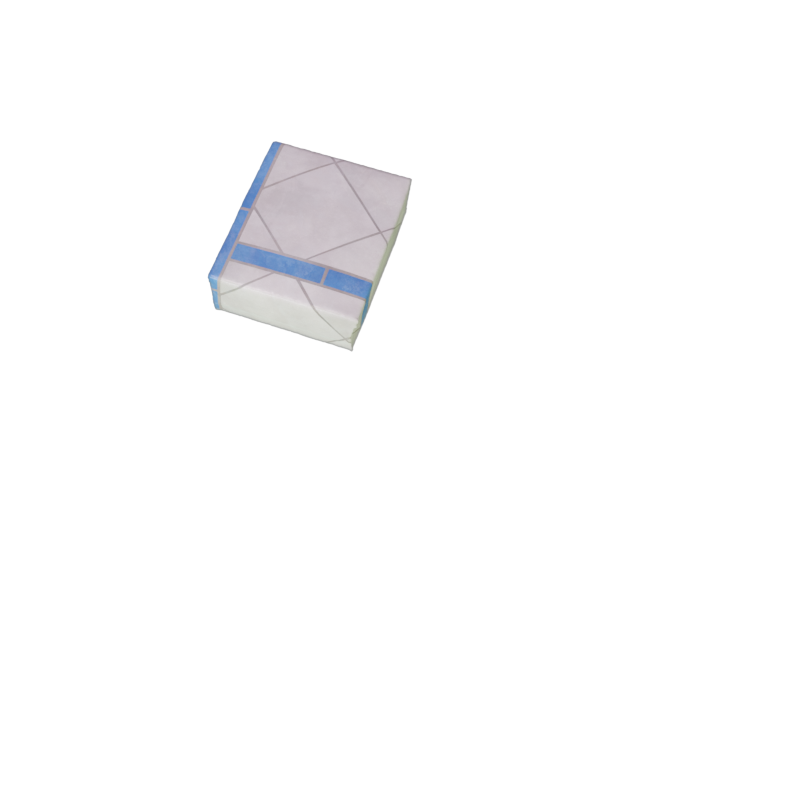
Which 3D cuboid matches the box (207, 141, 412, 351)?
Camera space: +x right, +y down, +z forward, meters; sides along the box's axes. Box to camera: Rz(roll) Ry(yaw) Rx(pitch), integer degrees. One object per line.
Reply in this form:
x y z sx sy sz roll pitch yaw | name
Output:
-0.052 -0.094 0.657 0.091 0.119 0.036 15 -31 9 | box
